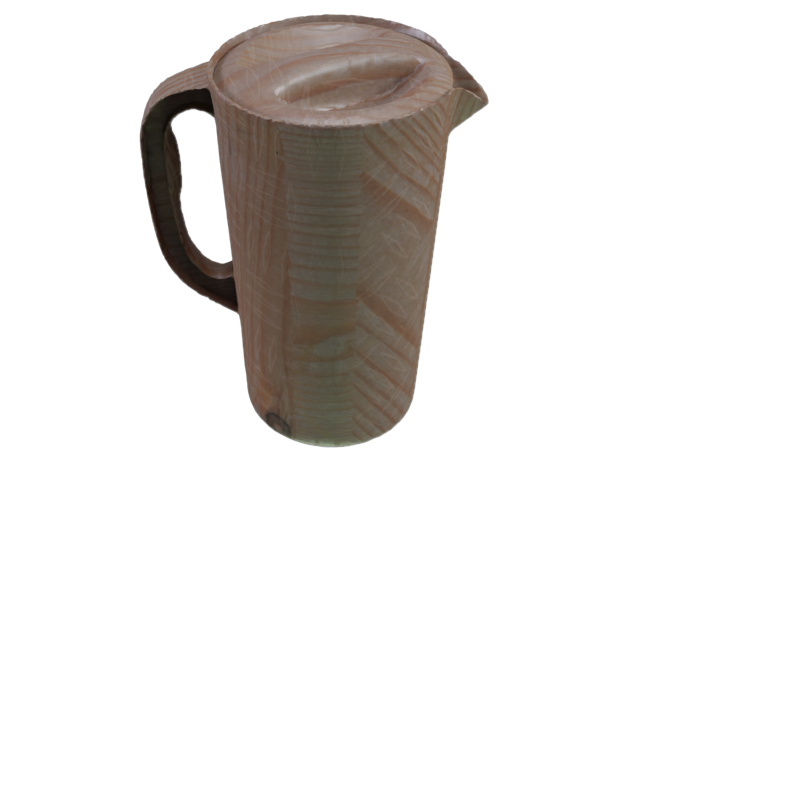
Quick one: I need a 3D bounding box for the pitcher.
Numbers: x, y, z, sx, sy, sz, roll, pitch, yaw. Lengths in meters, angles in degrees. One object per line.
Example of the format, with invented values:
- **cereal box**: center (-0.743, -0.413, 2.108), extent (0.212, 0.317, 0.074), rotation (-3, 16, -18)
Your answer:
- **pitcher**: center (-0.051, -0.093, 0.650), extent (0.159, 0.227, 0.145), rotation (31, 46, 31)
